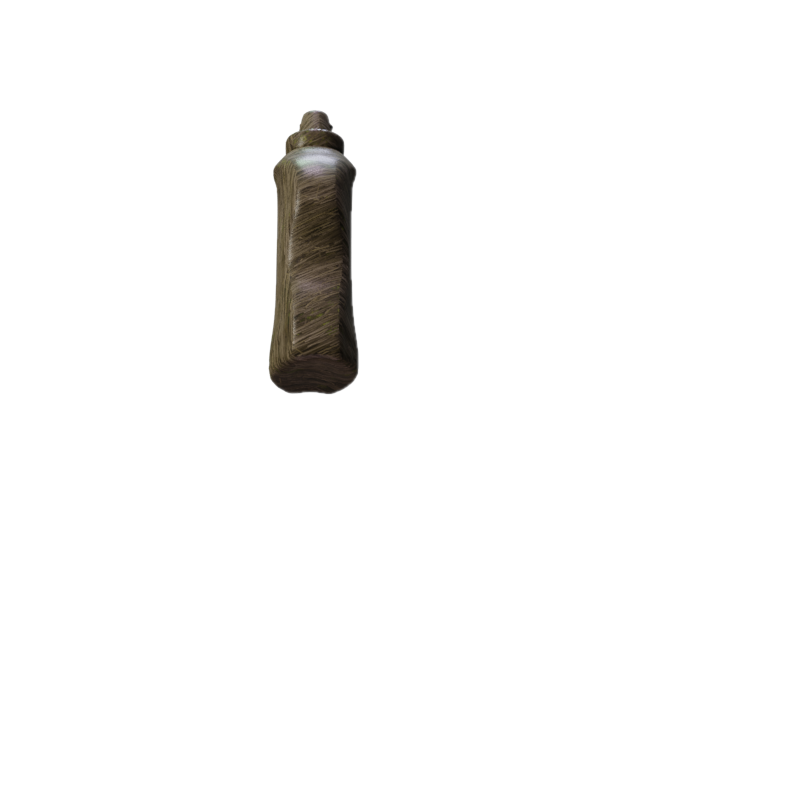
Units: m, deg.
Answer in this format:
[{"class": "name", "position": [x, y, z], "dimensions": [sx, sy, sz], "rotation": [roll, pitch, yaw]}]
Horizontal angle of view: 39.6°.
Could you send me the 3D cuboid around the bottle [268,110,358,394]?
[{"class": "bottle", "position": [-0.058, -0.107, 0.746], "dimensions": [0.058, 0.201, 0.092], "rotation": [0, -20, -4]}]
